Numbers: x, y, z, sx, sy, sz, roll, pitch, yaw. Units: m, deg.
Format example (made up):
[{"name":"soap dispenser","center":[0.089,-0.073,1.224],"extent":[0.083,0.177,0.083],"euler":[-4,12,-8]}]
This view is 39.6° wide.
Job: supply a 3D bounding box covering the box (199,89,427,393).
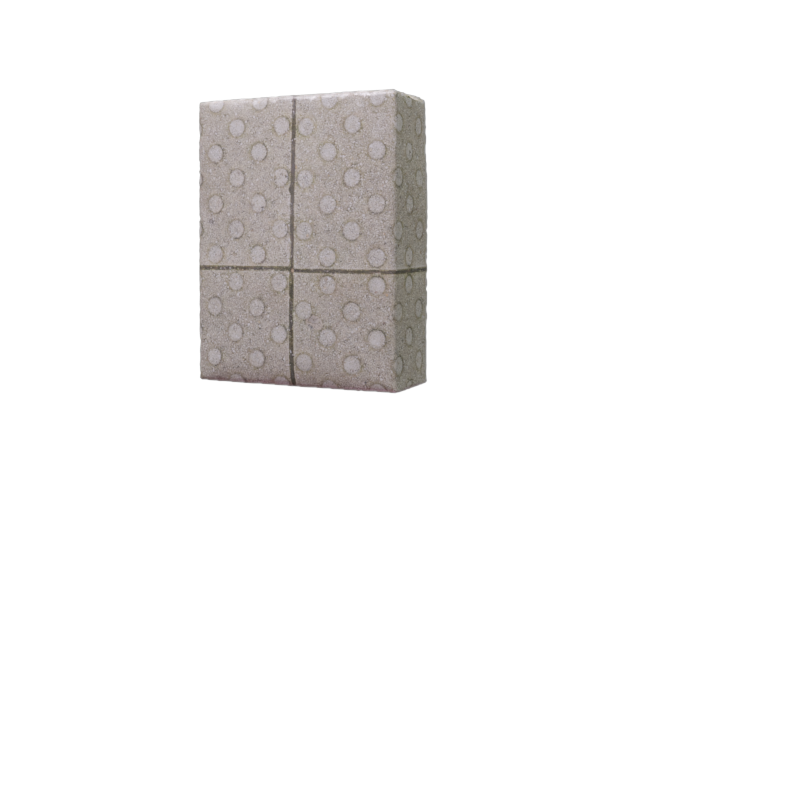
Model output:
[{"name":"box","center":[-0.065,-0.119,0.833],"extent":[0.169,0.213,0.070],"euler":[2,1,25]}]
